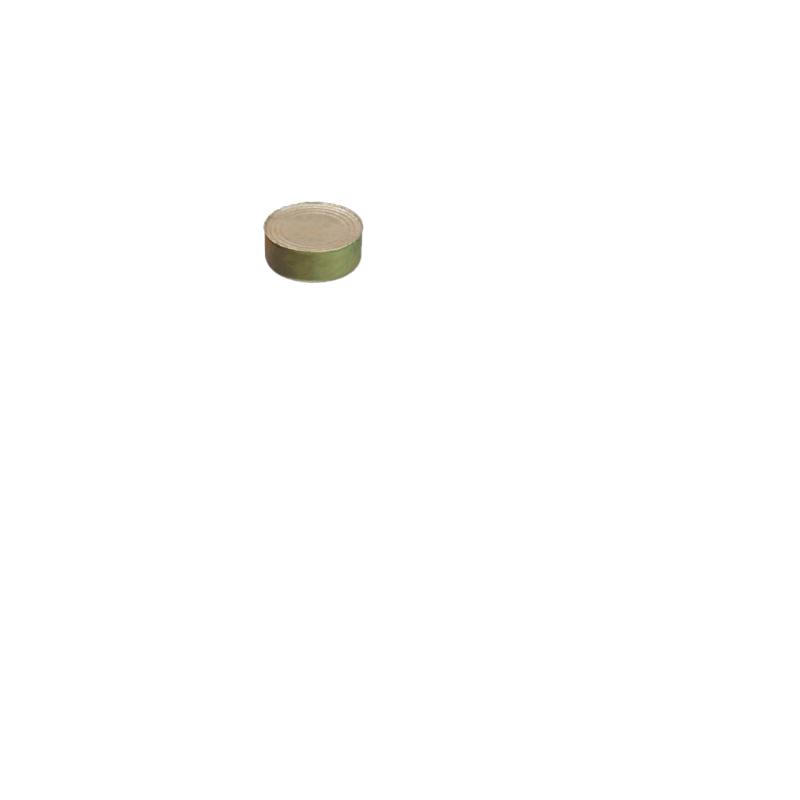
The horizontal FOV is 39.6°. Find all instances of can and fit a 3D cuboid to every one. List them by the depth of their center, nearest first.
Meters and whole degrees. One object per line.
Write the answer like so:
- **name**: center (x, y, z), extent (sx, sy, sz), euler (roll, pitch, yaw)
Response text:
- **can**: center (-0.075, -0.137, 0.959), extent (0.086, 0.031, 0.092), euler (-1, 36, -2)
